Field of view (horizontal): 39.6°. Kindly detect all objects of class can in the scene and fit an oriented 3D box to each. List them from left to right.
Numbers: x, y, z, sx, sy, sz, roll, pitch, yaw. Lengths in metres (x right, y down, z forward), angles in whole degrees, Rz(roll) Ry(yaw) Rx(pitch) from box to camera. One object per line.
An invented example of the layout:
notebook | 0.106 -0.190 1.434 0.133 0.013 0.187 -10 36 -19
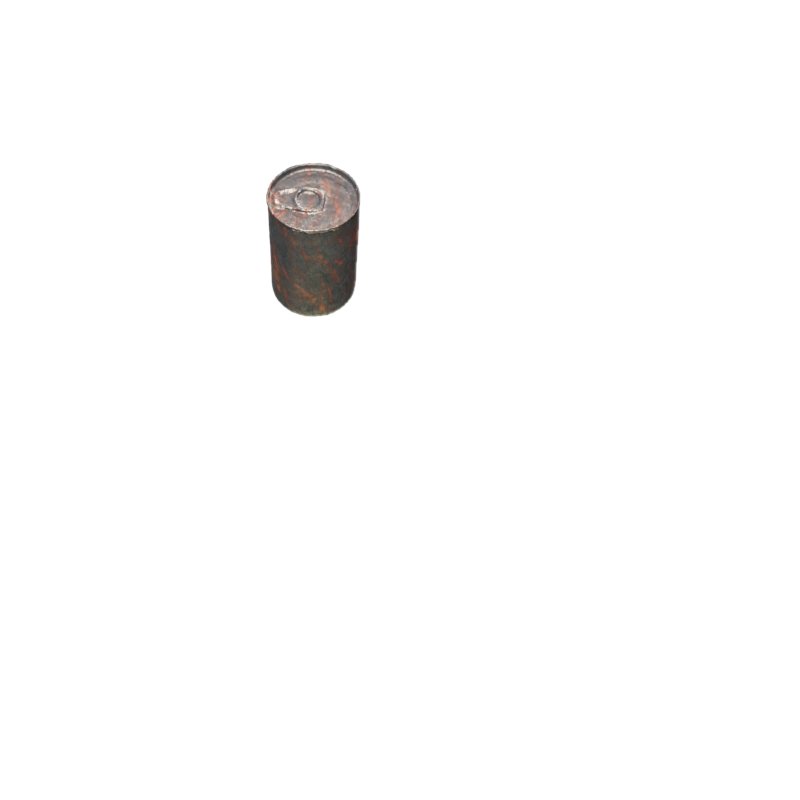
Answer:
can | -0.065 -0.119 0.834 0.068 0.073 0.095 0 -37 -3
